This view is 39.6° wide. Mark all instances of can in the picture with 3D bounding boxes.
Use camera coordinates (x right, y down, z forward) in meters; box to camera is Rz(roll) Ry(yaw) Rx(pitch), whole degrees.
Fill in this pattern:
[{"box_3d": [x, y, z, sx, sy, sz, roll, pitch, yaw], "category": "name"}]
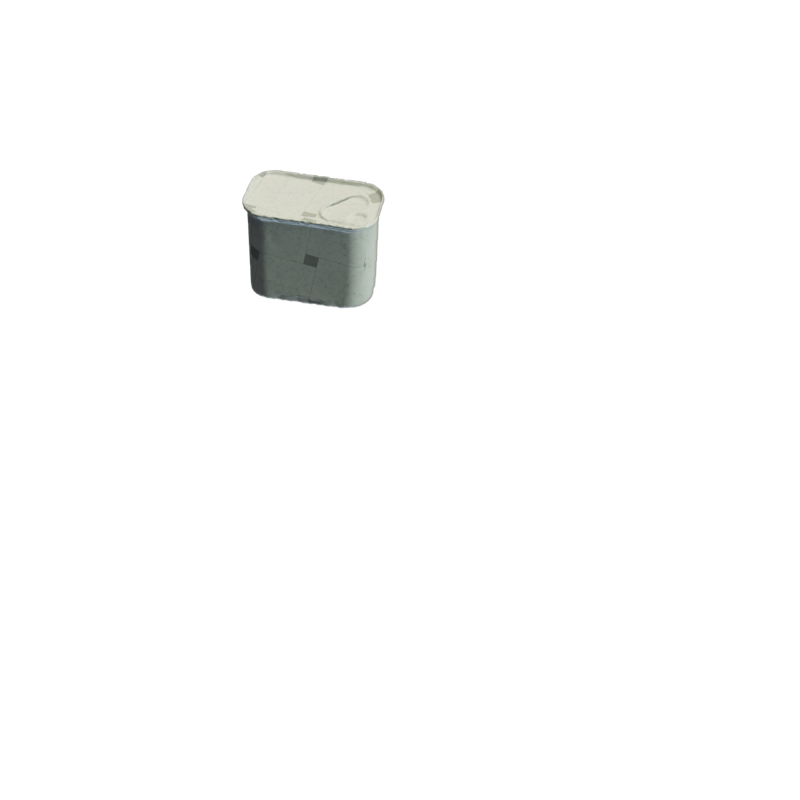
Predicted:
[{"box_3d": [-0.066, -0.120, 0.838, 0.103, 0.078, 0.061, 9, 43, 8], "category": "can"}]
